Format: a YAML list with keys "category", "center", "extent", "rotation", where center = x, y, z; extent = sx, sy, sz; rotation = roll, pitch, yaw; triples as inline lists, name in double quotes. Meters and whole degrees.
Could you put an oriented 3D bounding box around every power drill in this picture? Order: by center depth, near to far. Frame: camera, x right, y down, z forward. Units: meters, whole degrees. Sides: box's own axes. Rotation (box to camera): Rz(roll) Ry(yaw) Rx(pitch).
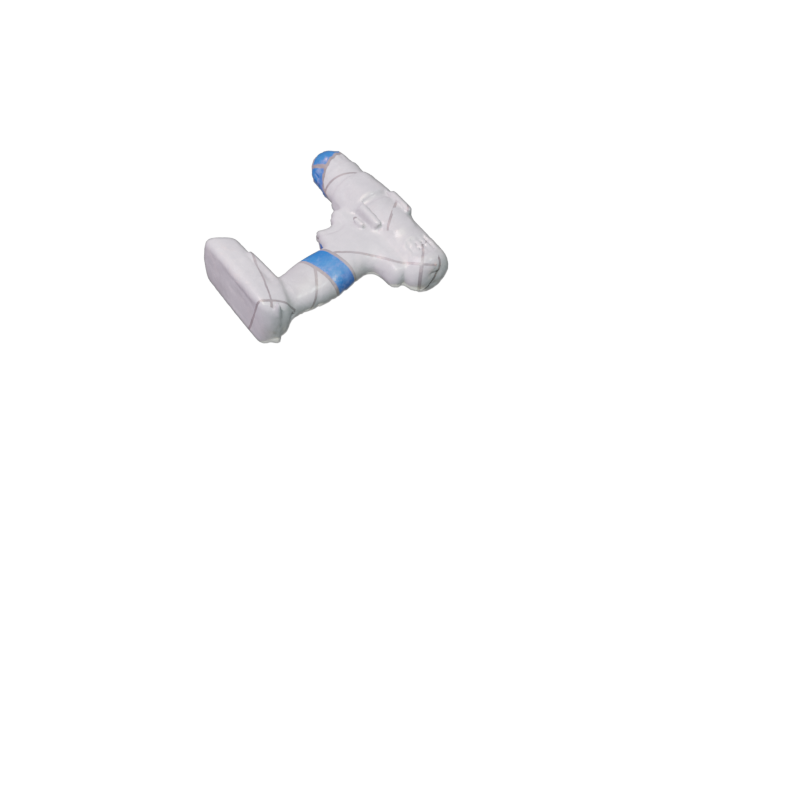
- category: "power drill"
  center: [-0.078, -0.142, 0.996]
  extent: [0.187, 0.053, 0.198]
  rotation: [-27, 54, -22]
